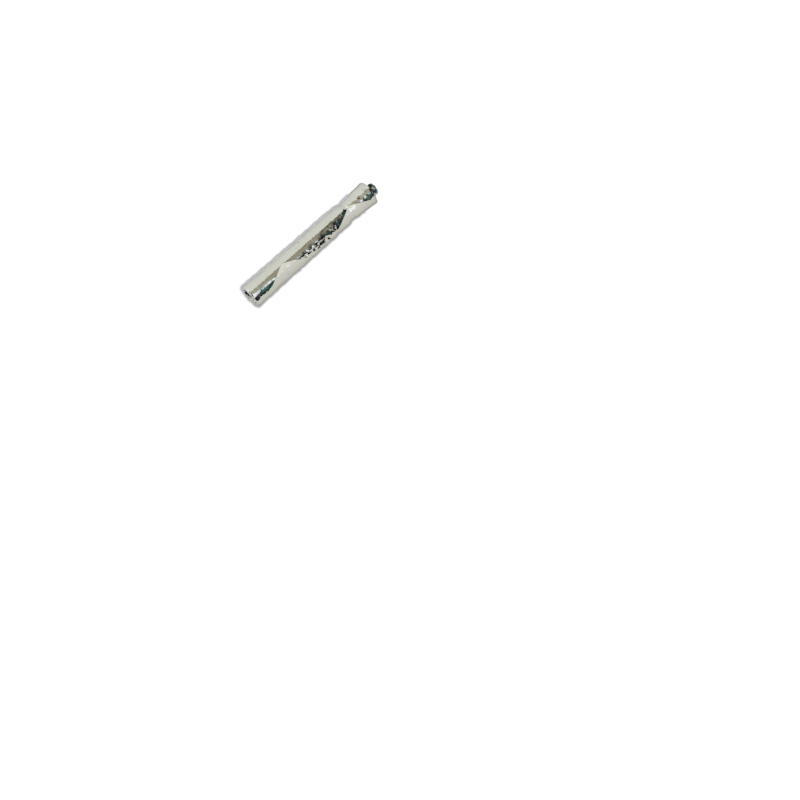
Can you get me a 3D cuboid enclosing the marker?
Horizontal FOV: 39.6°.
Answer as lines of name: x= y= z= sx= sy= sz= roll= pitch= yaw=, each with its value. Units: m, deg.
marker: x=-0.061 y=-0.111 z=0.780 sx=0.122 sy=0.019 sz=0.020 roll=-44 pitch=18 yaw=-15
